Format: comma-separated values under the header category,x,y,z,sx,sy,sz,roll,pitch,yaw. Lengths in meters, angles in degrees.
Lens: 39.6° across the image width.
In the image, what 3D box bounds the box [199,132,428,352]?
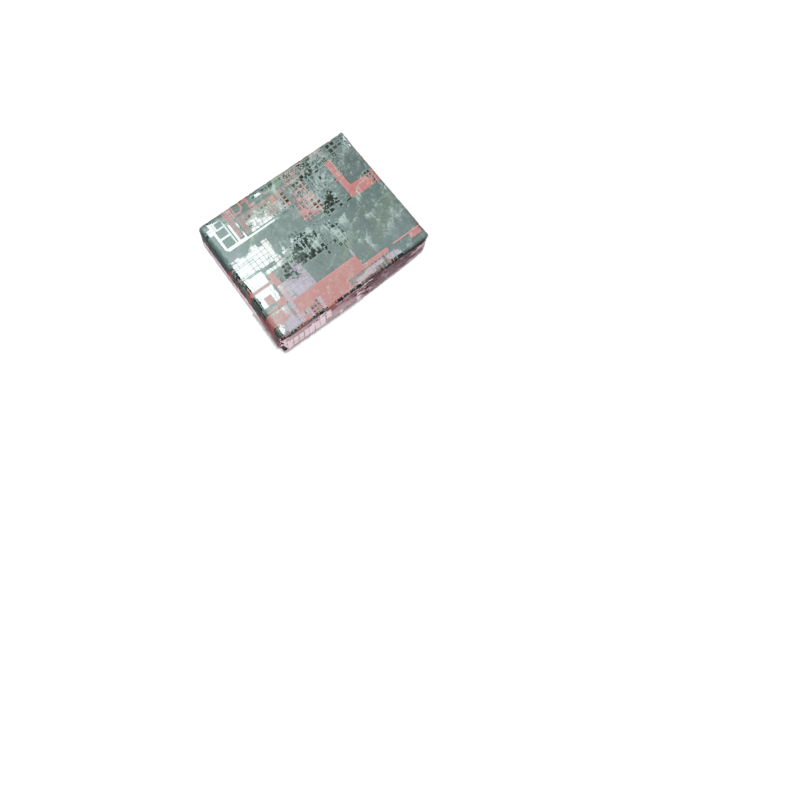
category,x,y,z,sx,sy,sz,roll,pitch,yaw
box,-0.054,-0.098,0.690,0.114,0.094,0.037,-36,-16,-13
